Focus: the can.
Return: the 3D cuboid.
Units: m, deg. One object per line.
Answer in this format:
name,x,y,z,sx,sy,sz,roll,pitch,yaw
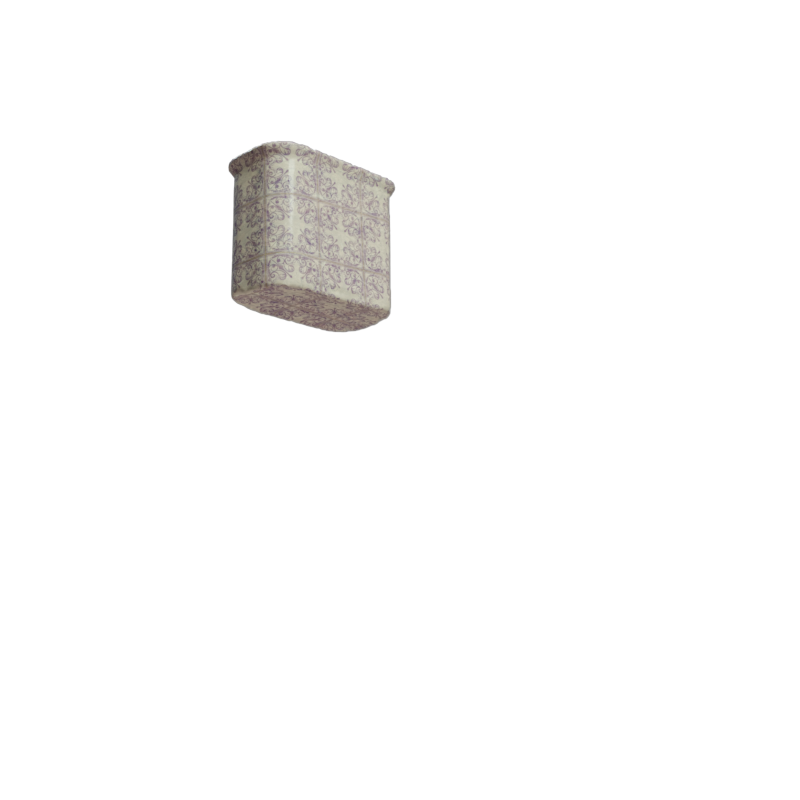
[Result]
can,-0.050,-0.091,0.640,0.096,0.088,0.058,15,-24,-42
